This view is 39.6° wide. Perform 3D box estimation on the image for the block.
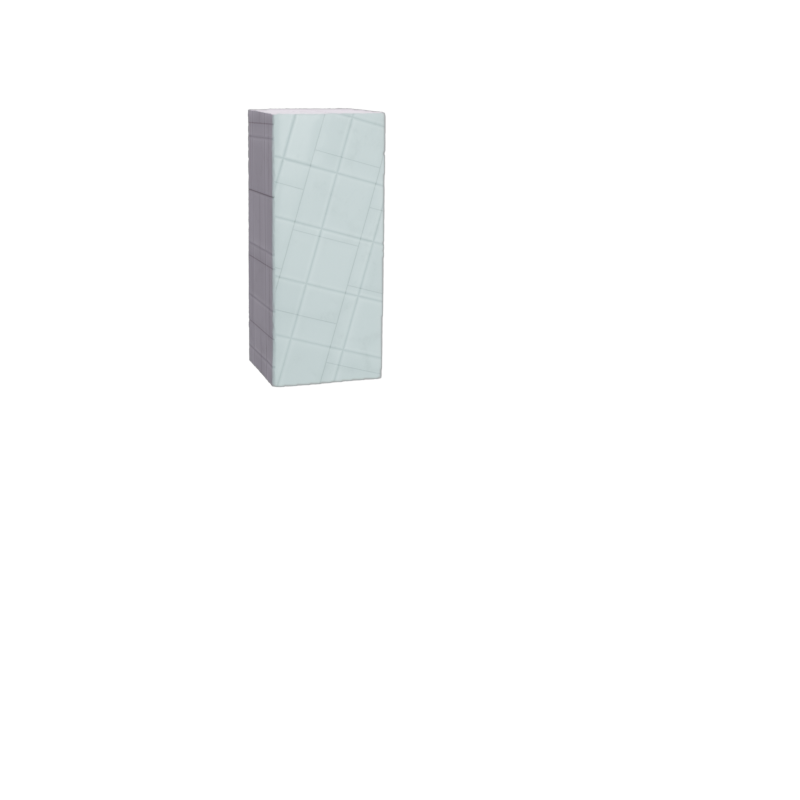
[{"bbox_3d":[-0.068,-0.124,0.872,0.088,0.202,0.095,-3,11,-19],"label":"block"}]
